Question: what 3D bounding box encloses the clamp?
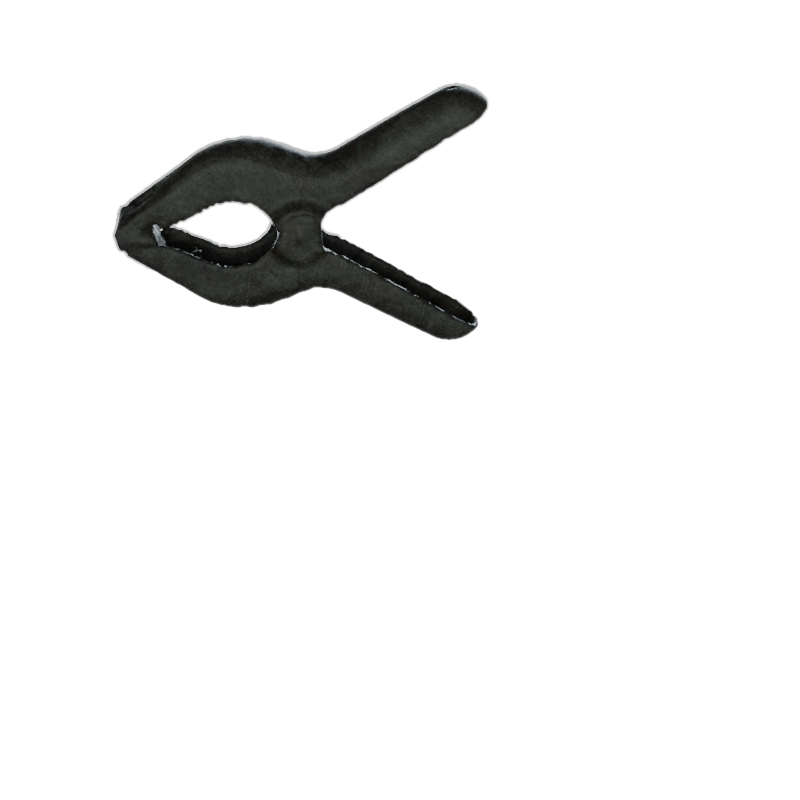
[{"bbox_3d":[-0.039,-0.072,0.504,0.172,0.115,0.041,-9,18,3],"label":"clamp"}]
